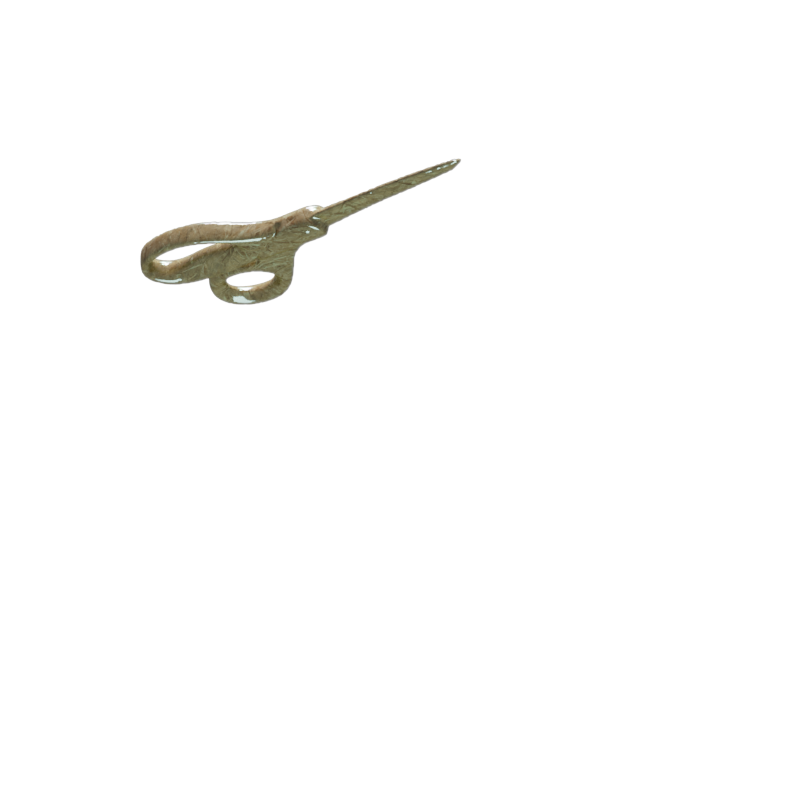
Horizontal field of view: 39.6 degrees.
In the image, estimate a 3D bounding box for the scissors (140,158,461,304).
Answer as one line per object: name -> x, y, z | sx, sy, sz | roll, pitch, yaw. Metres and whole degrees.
scissors -> -0.048, -0.087, 0.609 | 0.205, 0.017, 0.090 | -9, -22, 23
